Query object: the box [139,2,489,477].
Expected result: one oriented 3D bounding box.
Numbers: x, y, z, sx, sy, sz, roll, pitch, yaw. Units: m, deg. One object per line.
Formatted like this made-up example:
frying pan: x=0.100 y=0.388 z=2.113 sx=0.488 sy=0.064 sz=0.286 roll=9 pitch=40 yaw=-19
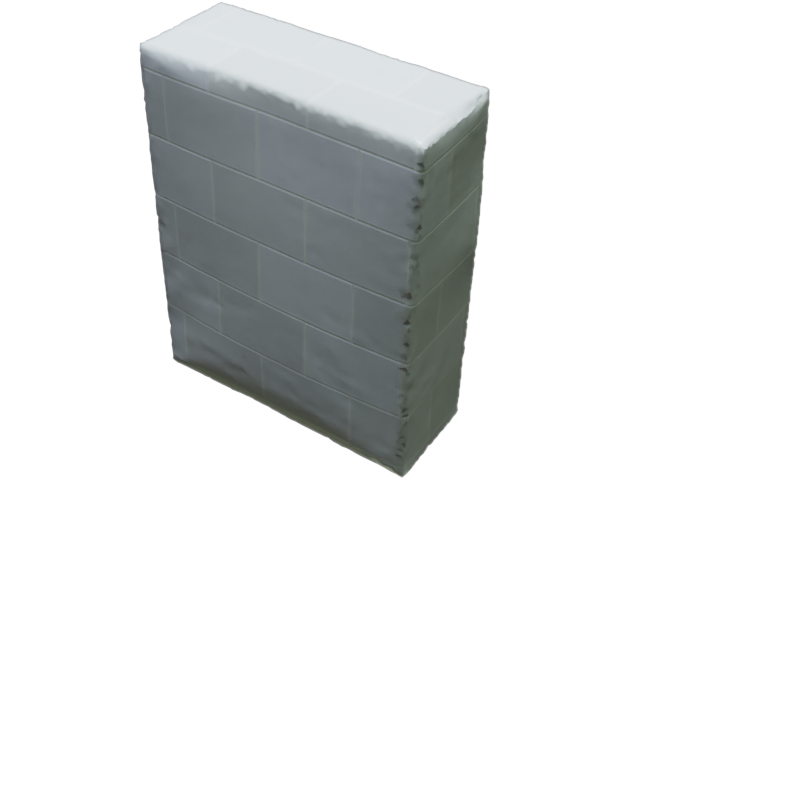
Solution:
box: x=-0.046 y=-0.083 z=0.584 sx=0.173 sy=0.199 sz=0.073 roll=26 pitch=46 yaw=25
